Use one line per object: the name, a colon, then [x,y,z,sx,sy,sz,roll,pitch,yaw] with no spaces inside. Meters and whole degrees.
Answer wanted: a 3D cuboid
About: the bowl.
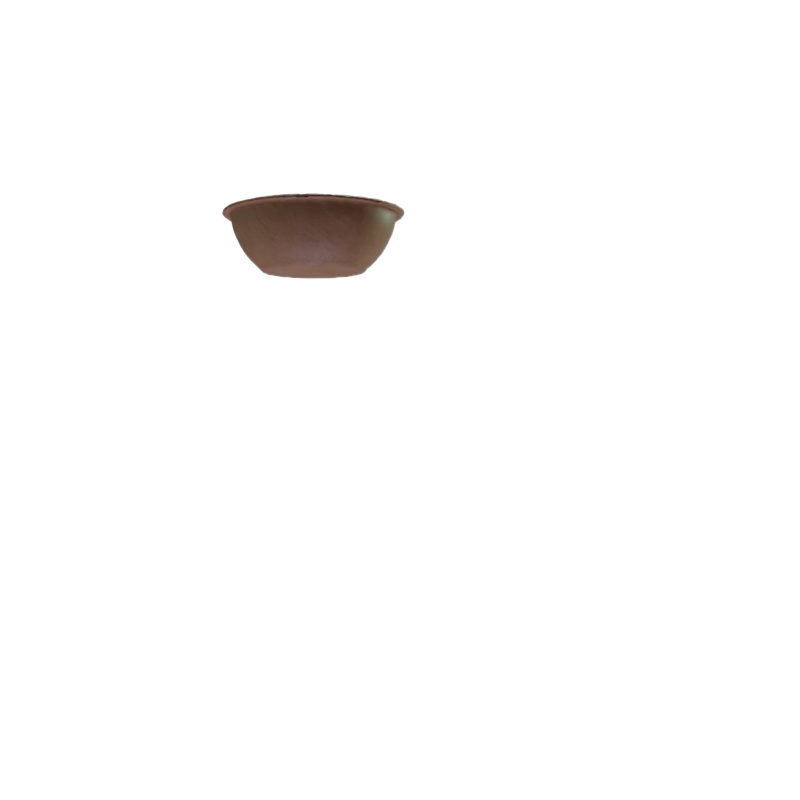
bowl: [-0.077,-0.140,0.981,0.162,0.056,0.160,0,-2,-2]
